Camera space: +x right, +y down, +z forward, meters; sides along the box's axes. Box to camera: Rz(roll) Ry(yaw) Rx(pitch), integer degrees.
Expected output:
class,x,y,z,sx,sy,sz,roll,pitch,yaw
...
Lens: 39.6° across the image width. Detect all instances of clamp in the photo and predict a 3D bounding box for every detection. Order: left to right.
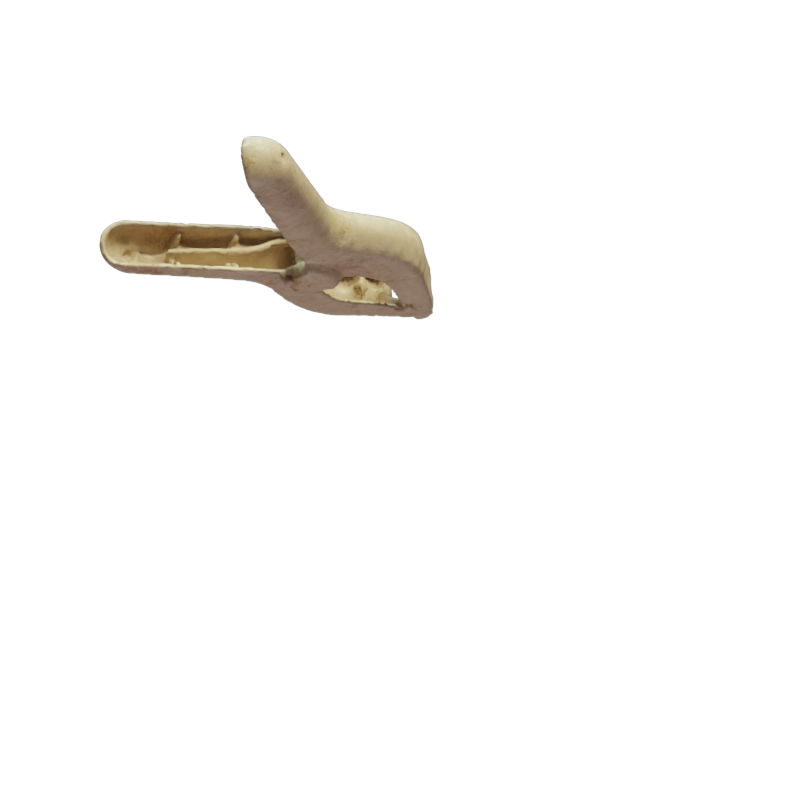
class,x,y,z,sx,sy,sz,roll,pitch,yaw
clamp,-0.041,-0.074,0.521,0.164,0.041,0.121,8,-15,-34
